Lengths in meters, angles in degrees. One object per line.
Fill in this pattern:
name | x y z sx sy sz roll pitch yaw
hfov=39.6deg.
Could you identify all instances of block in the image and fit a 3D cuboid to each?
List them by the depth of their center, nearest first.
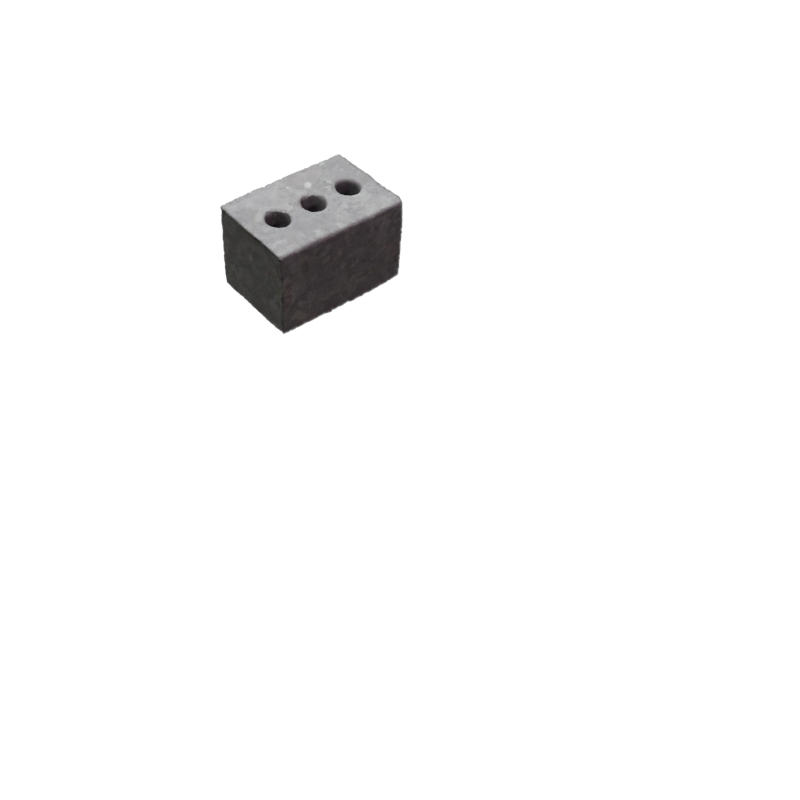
block | -0.044 -0.080 0.563 0.078 0.048 0.057 -29 51 -29
